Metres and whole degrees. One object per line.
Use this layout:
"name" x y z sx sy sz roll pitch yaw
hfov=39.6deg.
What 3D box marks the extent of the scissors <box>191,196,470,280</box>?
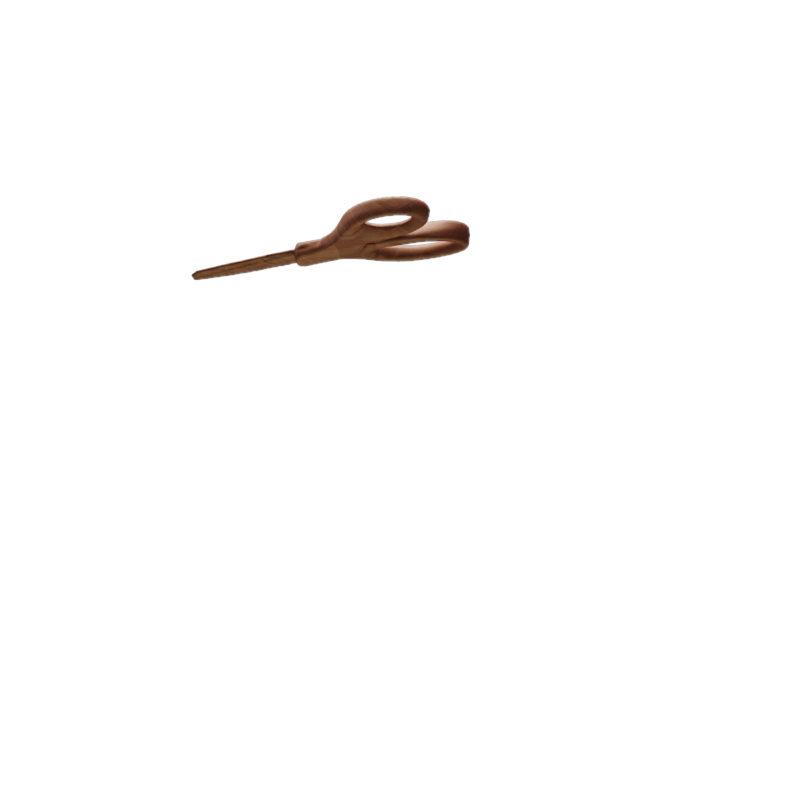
"scissors" -0.057 -0.104 0.728 0.204 0.016 0.091 -3 -15 12
